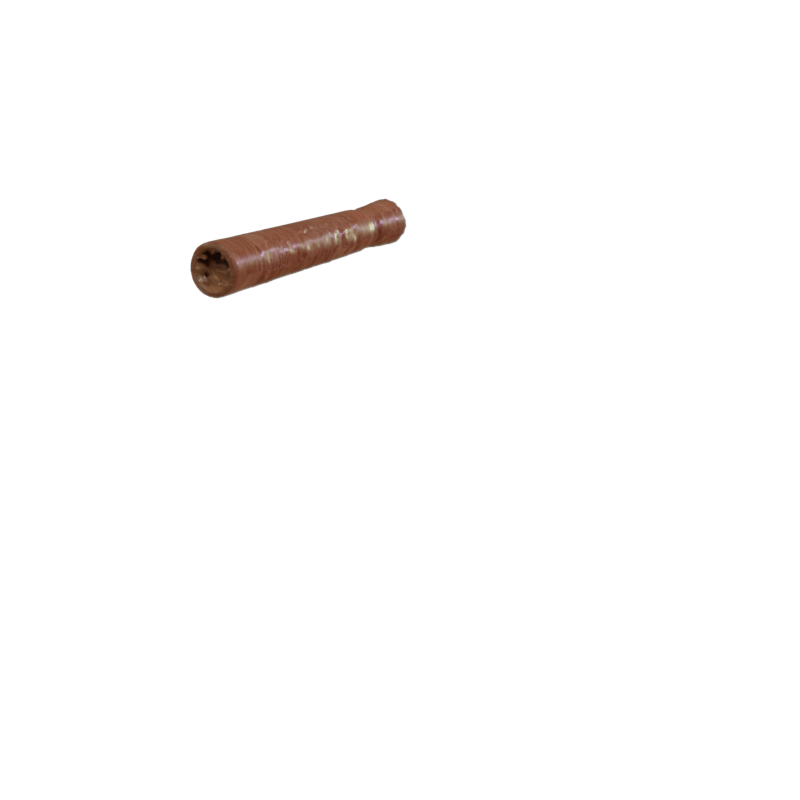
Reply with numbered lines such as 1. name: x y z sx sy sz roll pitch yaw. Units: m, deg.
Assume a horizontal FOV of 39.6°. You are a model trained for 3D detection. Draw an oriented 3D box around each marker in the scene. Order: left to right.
1. marker: -0.032 -0.058 0.407 0.020 0.019 0.120 2 17 30
